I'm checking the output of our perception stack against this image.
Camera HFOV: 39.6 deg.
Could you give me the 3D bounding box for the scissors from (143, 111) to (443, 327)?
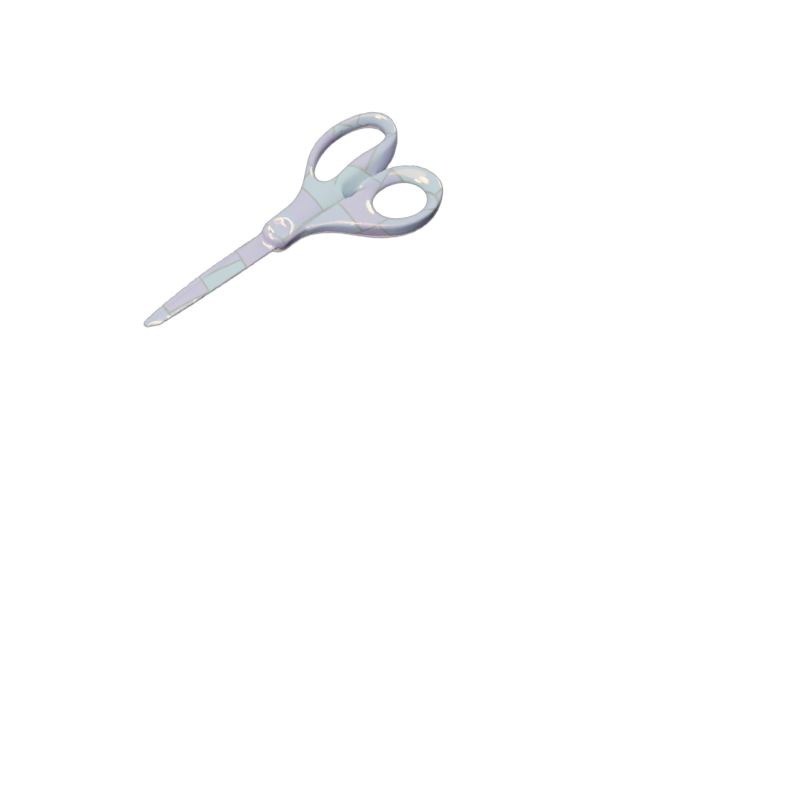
[{"bbox_3d":[-0.051,-0.093,0.655,0.100,0.207,0.015,29,-26,15],"label":"scissors"}]
